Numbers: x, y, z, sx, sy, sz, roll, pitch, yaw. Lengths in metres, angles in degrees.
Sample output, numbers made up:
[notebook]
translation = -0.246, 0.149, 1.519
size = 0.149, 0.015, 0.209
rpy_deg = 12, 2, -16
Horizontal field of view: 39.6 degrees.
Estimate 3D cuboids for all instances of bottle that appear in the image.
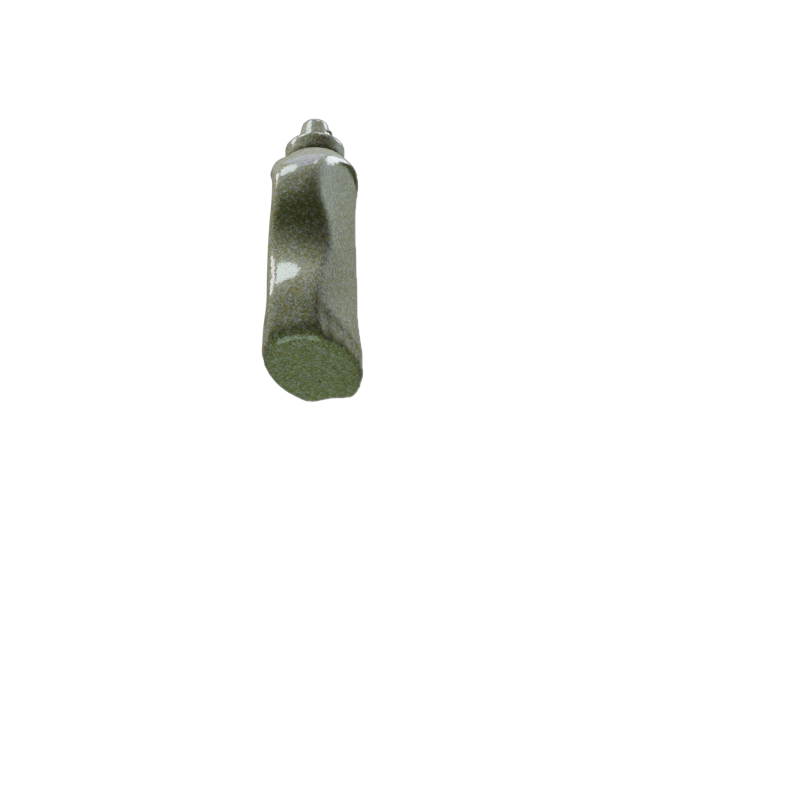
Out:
[bottle]
translation = -0.056, -0.103, 0.724
size = 0.059, 0.204, 0.089
rpy_deg = -9, -30, 12
